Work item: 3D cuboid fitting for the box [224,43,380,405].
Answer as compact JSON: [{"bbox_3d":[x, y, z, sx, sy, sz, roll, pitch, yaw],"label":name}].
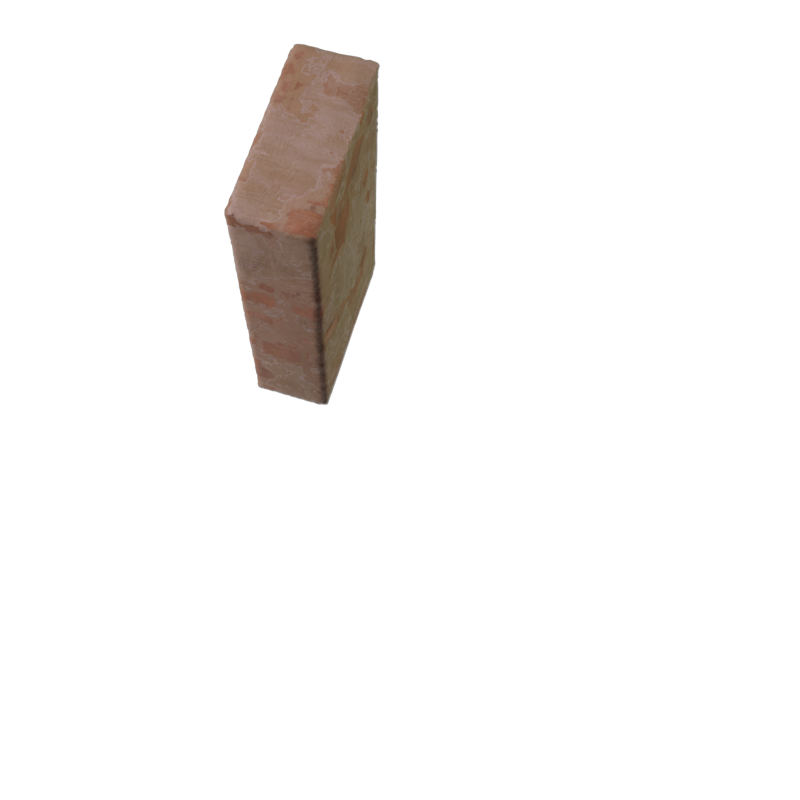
[{"bbox_3d":[-0.041,-0.075,0.524,0.048,0.097,0.167,16,-23,2],"label":"box"}]
